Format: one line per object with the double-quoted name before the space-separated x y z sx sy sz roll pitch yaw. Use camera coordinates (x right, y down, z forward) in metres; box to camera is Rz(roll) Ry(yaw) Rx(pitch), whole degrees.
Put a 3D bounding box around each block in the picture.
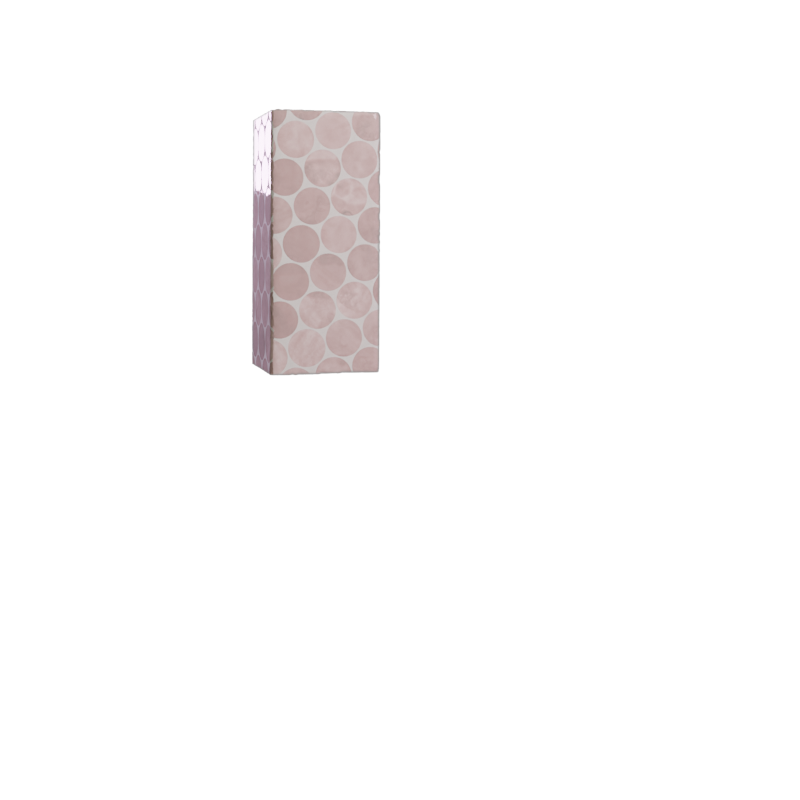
"block" -0.070 -0.129 0.905 0.088 0.206 0.093 0 1 -16
